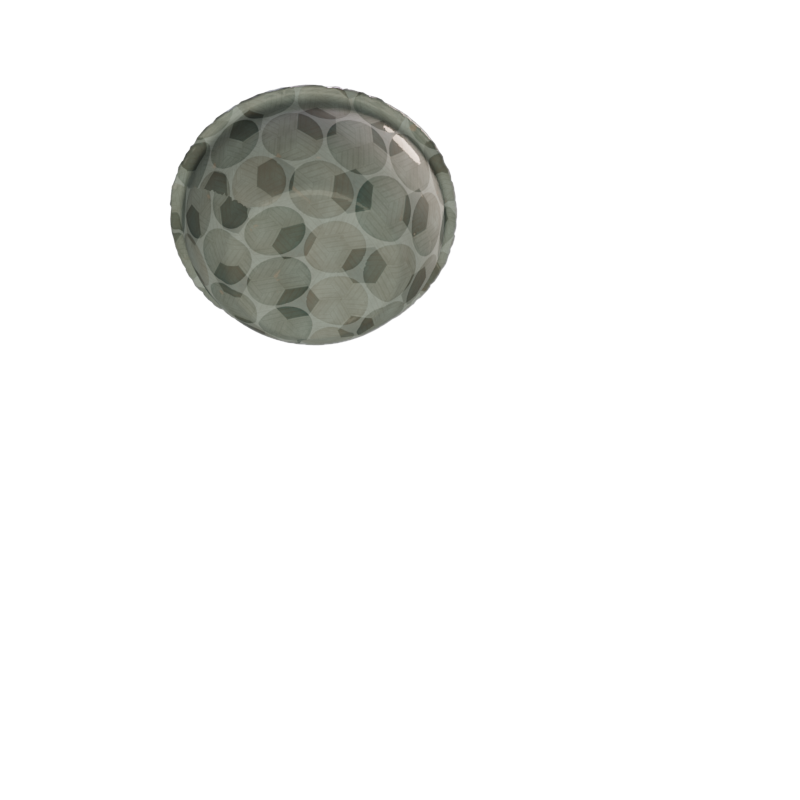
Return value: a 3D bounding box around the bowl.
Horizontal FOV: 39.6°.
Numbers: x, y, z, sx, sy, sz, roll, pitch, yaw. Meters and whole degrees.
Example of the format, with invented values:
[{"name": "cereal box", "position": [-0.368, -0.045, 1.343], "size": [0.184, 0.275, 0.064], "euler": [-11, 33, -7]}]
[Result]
[{"name": "bowl", "position": [-0.047, -0.086, 0.601], "size": [0.162, 0.152, 0.059], "euler": [1, 32, -1]}]
